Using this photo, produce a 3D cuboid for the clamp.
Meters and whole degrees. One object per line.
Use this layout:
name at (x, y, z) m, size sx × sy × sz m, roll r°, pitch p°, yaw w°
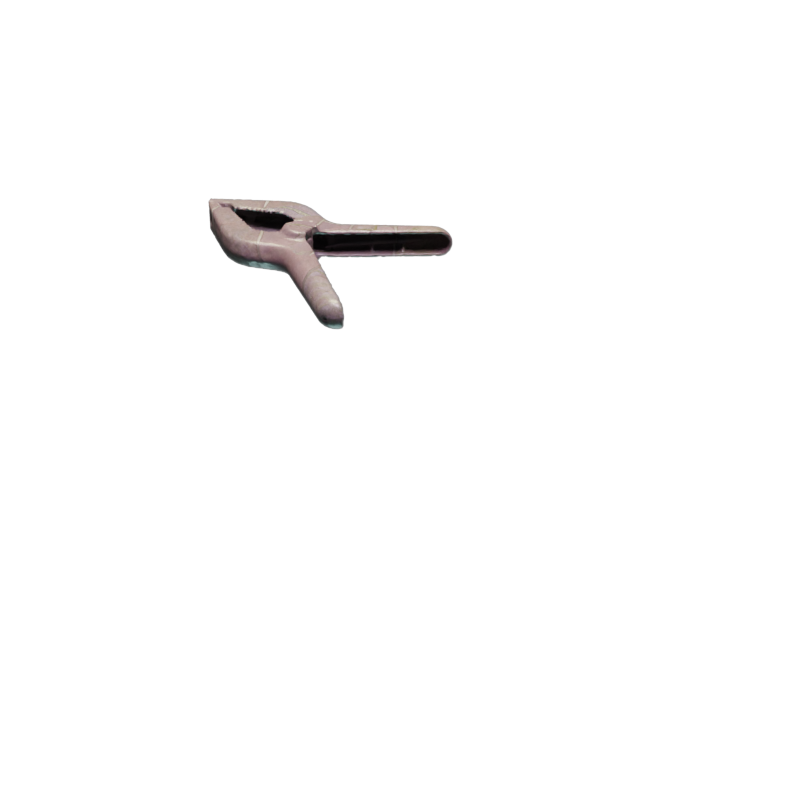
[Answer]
clamp at (-0.073, -0.133, 0.933) m, size 0.224 × 0.034 × 0.164 m, roll 27°, pitch 42°, yaw 35°
